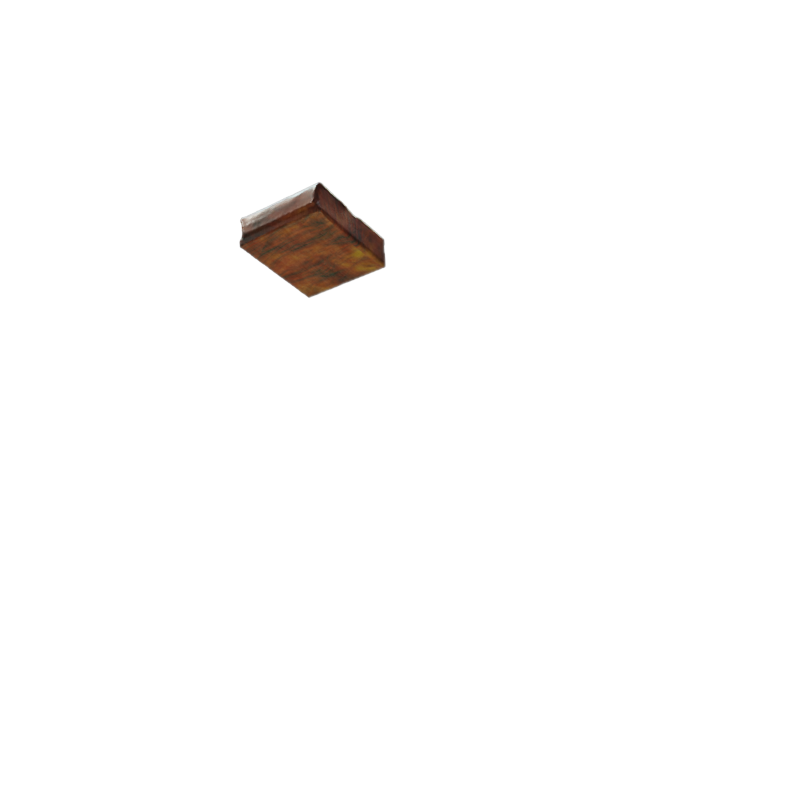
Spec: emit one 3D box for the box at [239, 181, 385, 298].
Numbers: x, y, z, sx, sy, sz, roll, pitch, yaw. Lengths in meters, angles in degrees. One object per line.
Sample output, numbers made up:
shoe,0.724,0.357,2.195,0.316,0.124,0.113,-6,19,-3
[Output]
box,-0.065,-0.118,0.827,0.074,0.032,0.083,-20,-37,29
